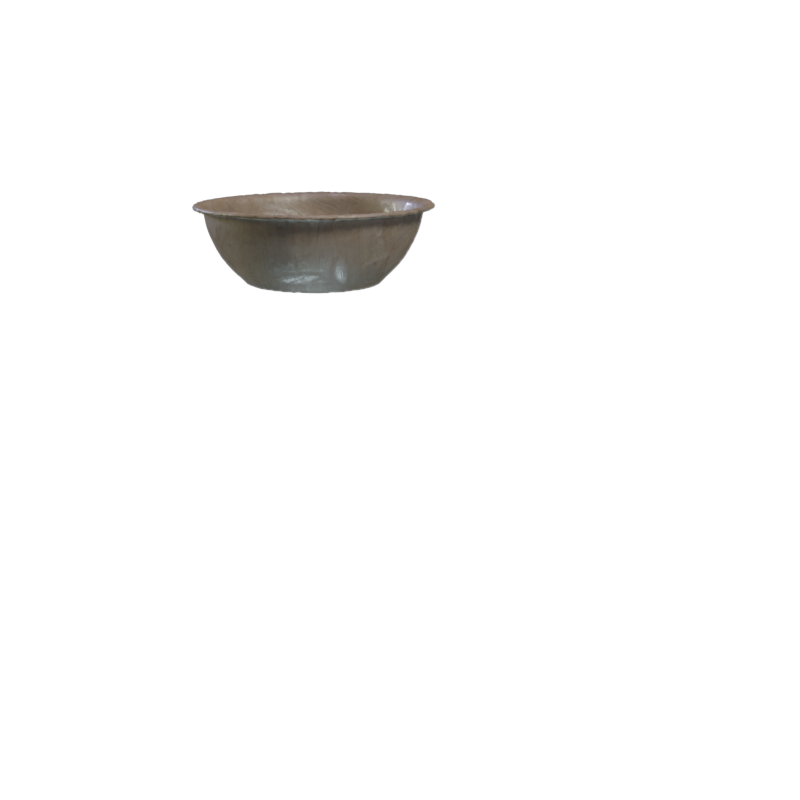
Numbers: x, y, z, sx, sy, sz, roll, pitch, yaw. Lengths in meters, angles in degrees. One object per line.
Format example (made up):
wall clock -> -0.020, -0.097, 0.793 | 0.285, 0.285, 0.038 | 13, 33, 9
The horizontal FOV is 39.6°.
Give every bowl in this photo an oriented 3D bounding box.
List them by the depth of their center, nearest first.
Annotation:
bowl -> -0.058, -0.106, 0.745 | 0.162, 0.054, 0.167 | 0, 15, -2
